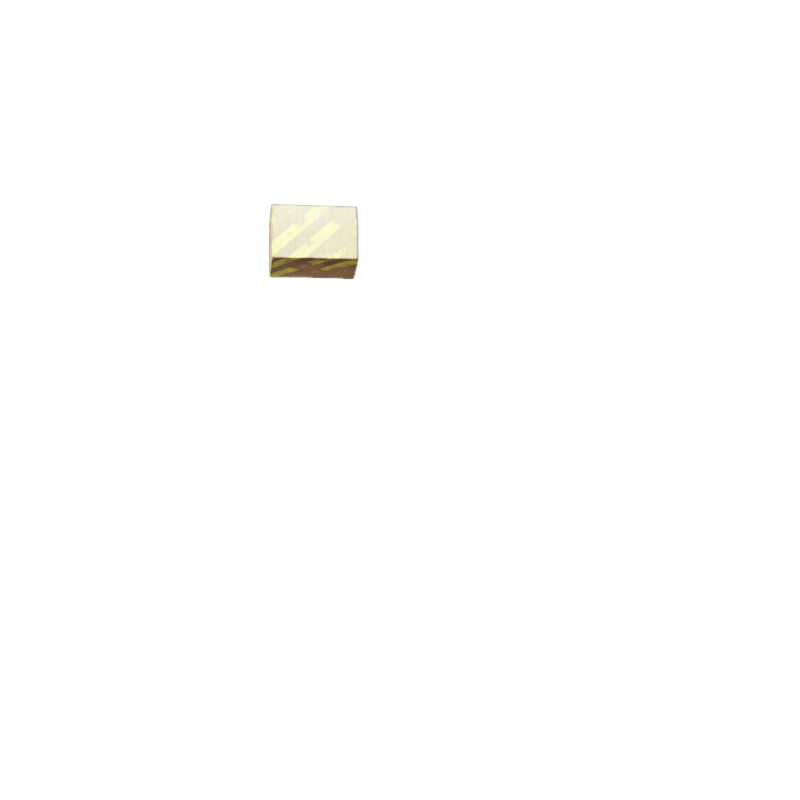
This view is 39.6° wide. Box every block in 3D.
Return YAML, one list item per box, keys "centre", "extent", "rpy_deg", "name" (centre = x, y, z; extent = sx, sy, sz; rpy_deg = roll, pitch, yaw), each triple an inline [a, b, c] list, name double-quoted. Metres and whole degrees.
- centre: [-0.077, -0.140, 0.982]
  extent: [0.077, 0.054, 0.051]
  rpy_deg: [1, -18, -6]
  name: "block"
